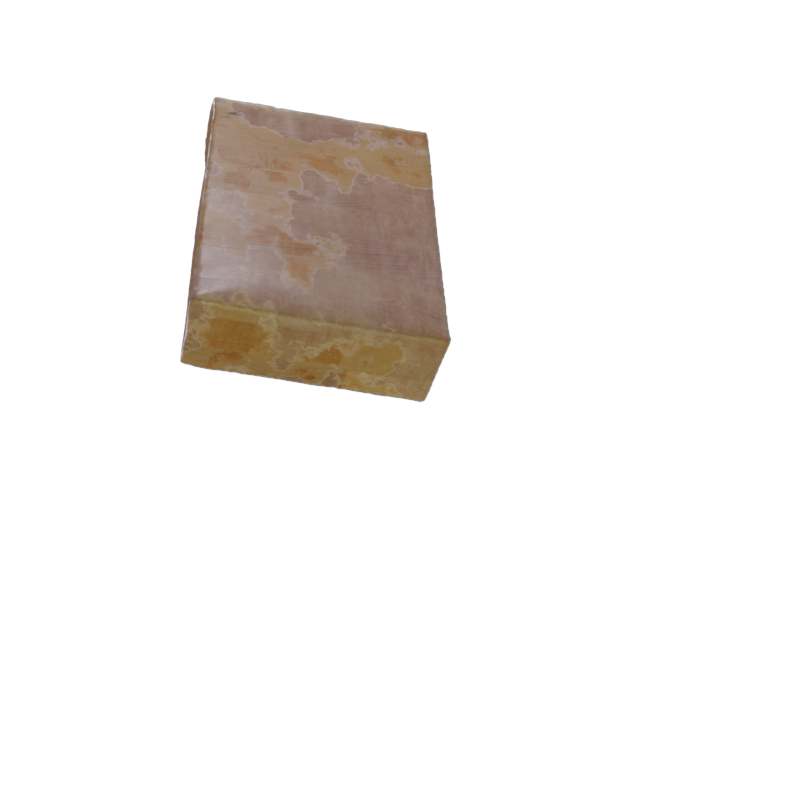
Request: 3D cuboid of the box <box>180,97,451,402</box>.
[{"bbox_3d":[-0.060,-0.109,0.764,0.162,0.230,0.068,7,-45,-10],"label":"box"}]
